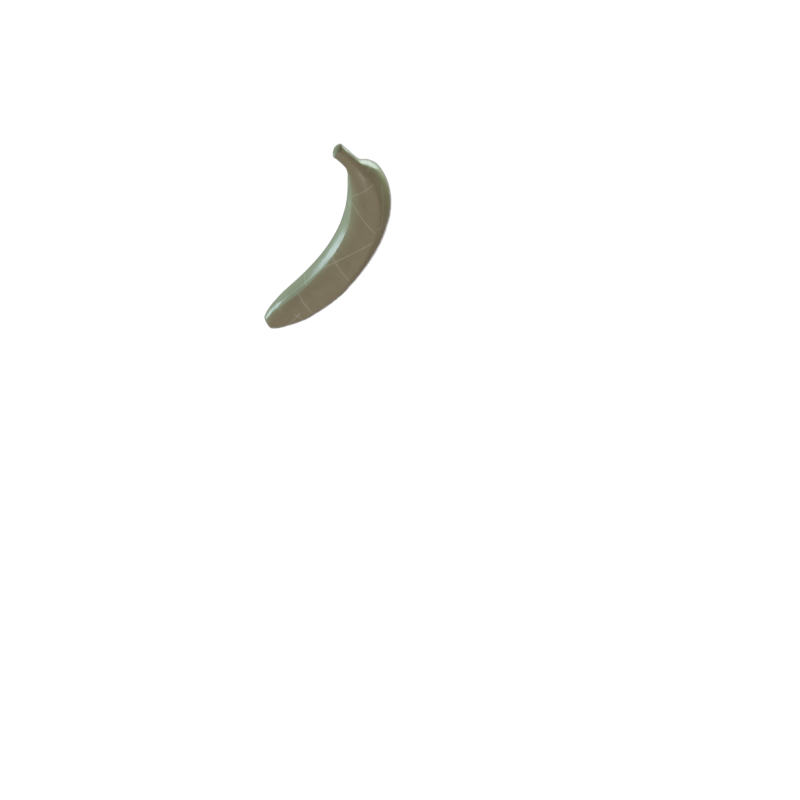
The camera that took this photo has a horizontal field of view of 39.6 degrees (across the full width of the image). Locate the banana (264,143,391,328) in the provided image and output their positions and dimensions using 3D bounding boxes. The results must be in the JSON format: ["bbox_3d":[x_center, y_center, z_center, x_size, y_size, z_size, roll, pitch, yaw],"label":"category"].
[{"bbox_3d":[-0.053,-0.129,0.917,0.068,0.189,0.039,16,38,-14],"label":"banana"}]
